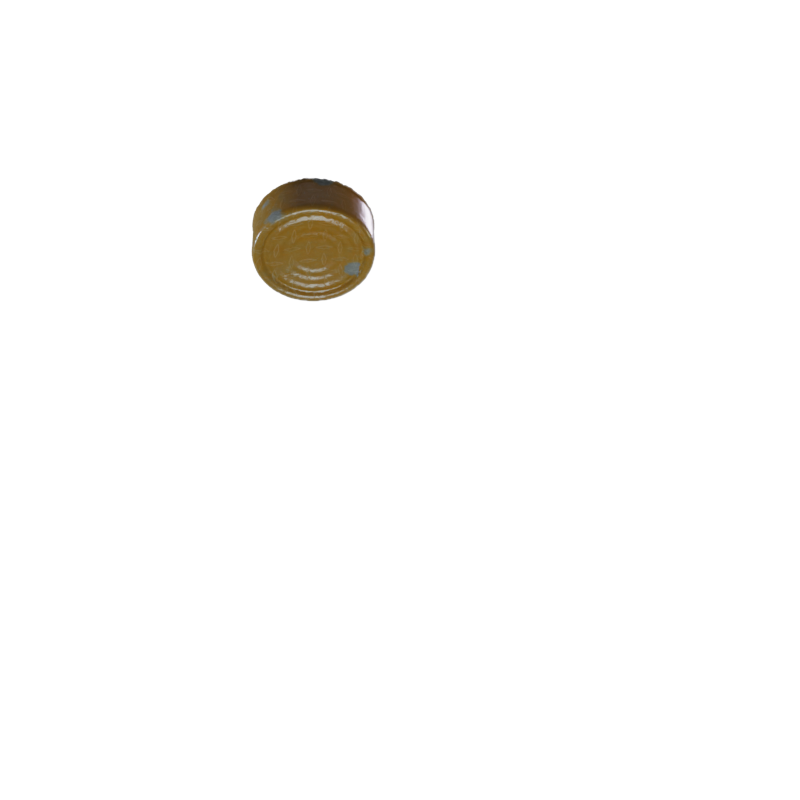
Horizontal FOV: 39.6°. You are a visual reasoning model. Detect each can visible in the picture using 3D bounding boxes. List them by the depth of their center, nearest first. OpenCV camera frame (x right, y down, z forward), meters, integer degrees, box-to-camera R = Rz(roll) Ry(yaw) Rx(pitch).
[{"bbox_3d":[-0.060,-0.109,0.765,0.086,0.080,0.036,1,43,-1],"label":"can"}]
